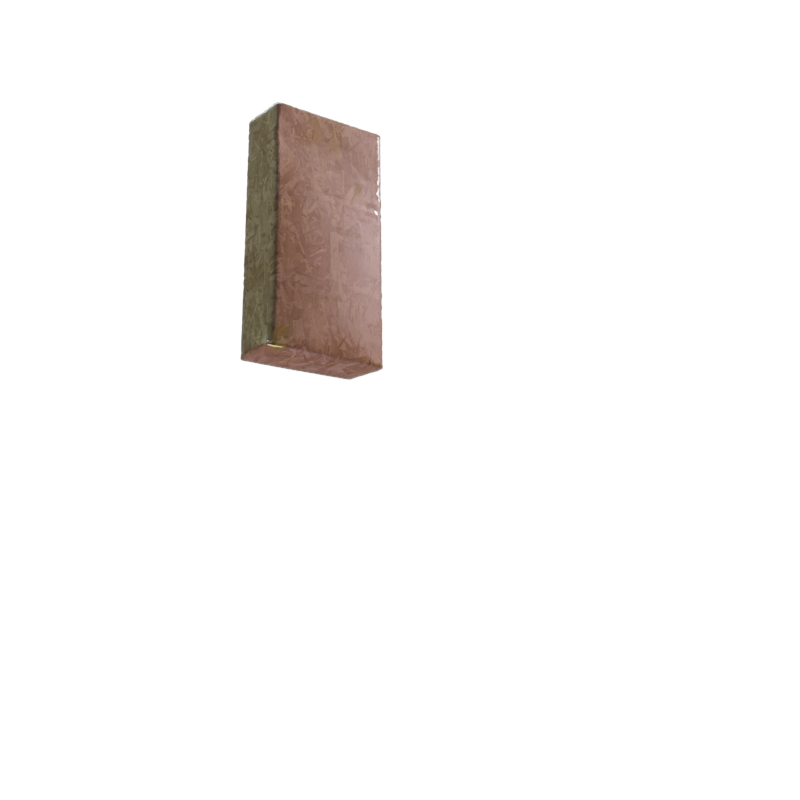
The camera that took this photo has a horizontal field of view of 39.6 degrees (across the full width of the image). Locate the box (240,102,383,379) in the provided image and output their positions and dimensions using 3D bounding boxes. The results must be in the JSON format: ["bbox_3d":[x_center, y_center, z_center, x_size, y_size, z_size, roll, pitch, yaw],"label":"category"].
[{"bbox_3d":[-0.060,-0.109,0.768,0.089,0.185,0.048,13,-26,-33],"label":"box"}]
